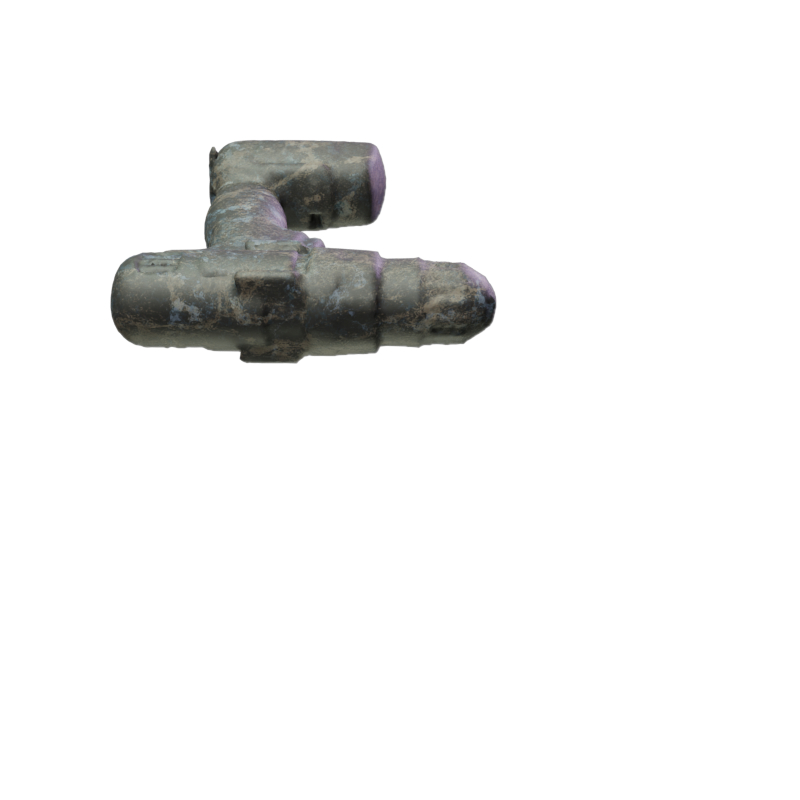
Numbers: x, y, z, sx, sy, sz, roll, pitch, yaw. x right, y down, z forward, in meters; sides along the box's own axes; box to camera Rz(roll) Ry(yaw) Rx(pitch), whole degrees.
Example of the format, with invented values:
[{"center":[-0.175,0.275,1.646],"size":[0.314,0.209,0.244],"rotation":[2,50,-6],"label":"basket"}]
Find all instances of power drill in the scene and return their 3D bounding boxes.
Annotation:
[{"center":[-0.047,-0.085,0.594],"size":[0.185,0.054,0.198],"rotation":[1,29,2],"label":"power drill"}]
